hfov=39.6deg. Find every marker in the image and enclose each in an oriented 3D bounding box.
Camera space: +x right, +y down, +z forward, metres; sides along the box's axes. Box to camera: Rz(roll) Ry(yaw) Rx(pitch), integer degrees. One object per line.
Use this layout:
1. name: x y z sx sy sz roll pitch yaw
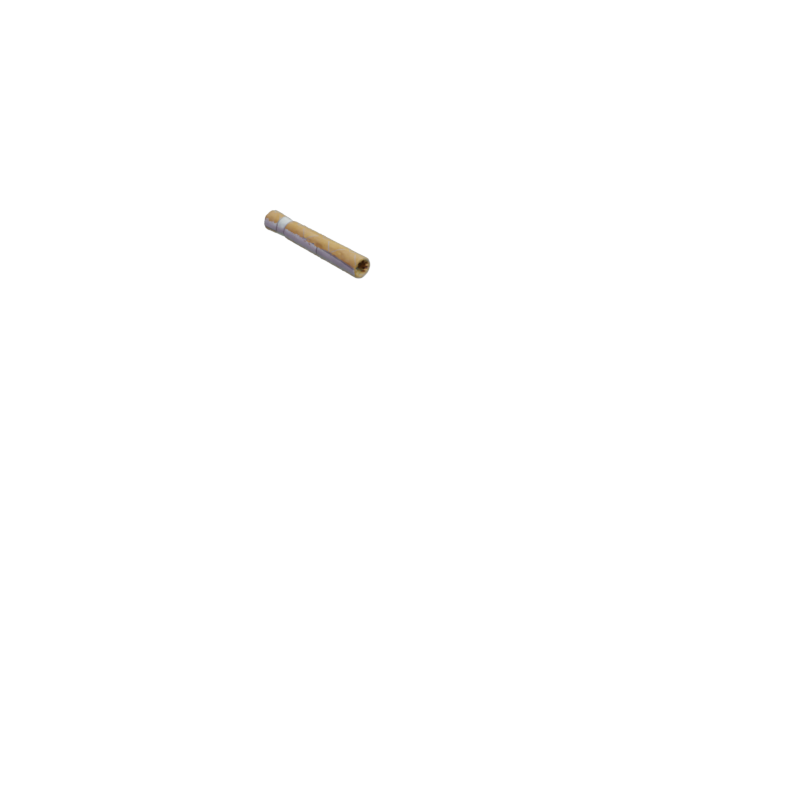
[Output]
1. marker: -0.073 -0.133 0.931 0.019 0.019 0.129 -3 27 -45
